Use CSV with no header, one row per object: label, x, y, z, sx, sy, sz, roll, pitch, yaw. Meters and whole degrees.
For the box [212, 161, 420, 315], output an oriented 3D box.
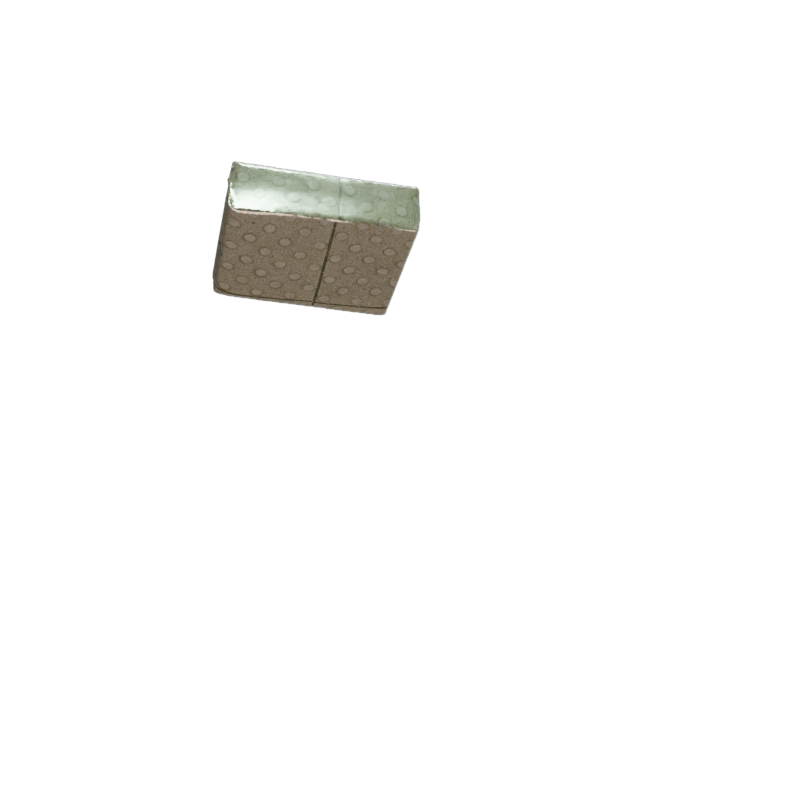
box,-0.052,-0.095,0.665,0.112,0.042,0.085,6,-34,-10
